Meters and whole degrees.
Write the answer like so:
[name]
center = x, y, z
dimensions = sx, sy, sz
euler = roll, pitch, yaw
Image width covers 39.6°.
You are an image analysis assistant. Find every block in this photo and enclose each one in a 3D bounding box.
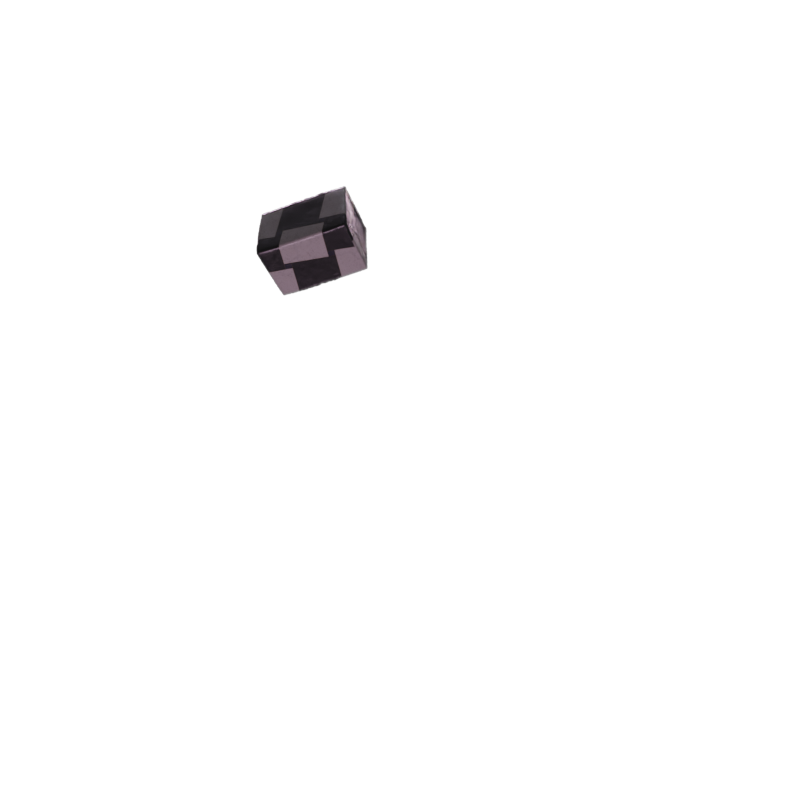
[block]
center = -0.071, -0.130, 0.908
dimensions = 0.078, 0.055, 0.049
euler = -16, -48, 13
